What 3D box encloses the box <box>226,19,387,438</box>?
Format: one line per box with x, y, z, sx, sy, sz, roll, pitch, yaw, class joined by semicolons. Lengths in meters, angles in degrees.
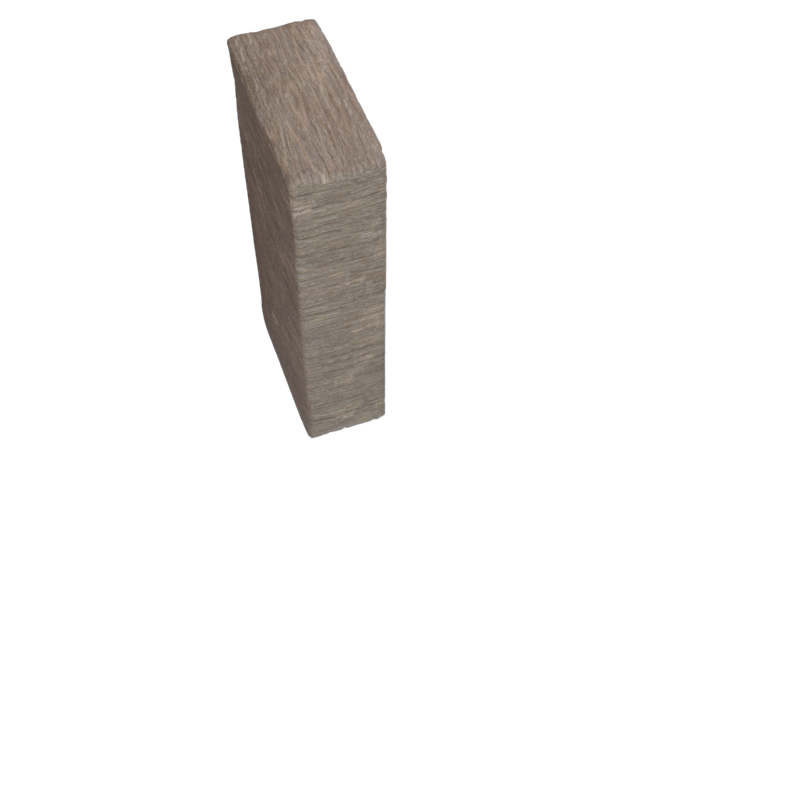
-0.038;-0.071;0.494;0.048;0.101;0.165;-14;-34;-14;box
